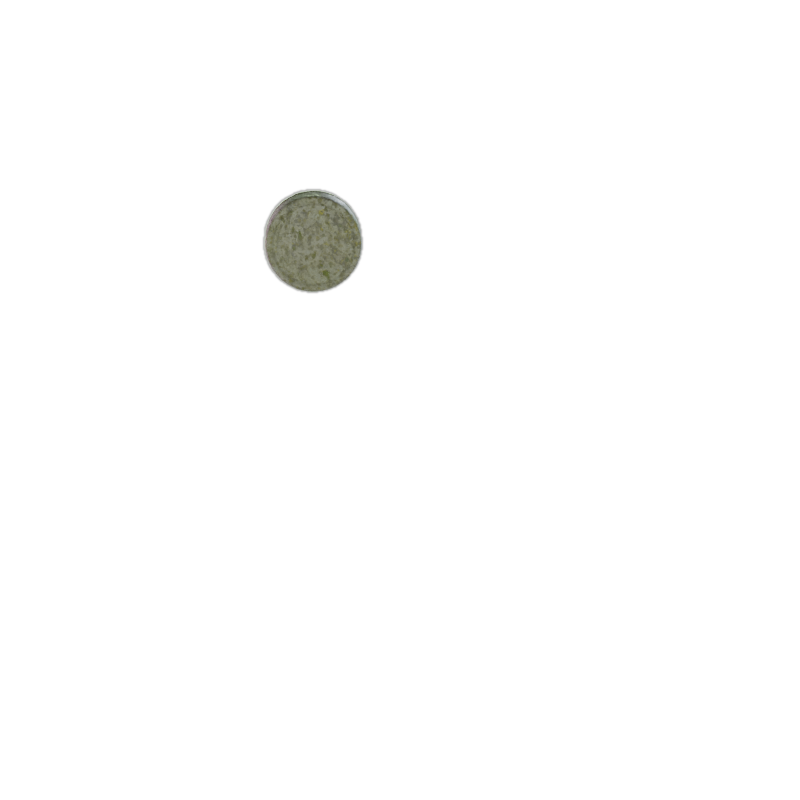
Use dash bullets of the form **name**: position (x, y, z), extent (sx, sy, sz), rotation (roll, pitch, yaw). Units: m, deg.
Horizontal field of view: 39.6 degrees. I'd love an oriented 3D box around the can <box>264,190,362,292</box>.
- **can**: position (-0.075, -0.138, 0.963), extent (0.086, 0.084, 0.035), rotation (0, 12, -1)
